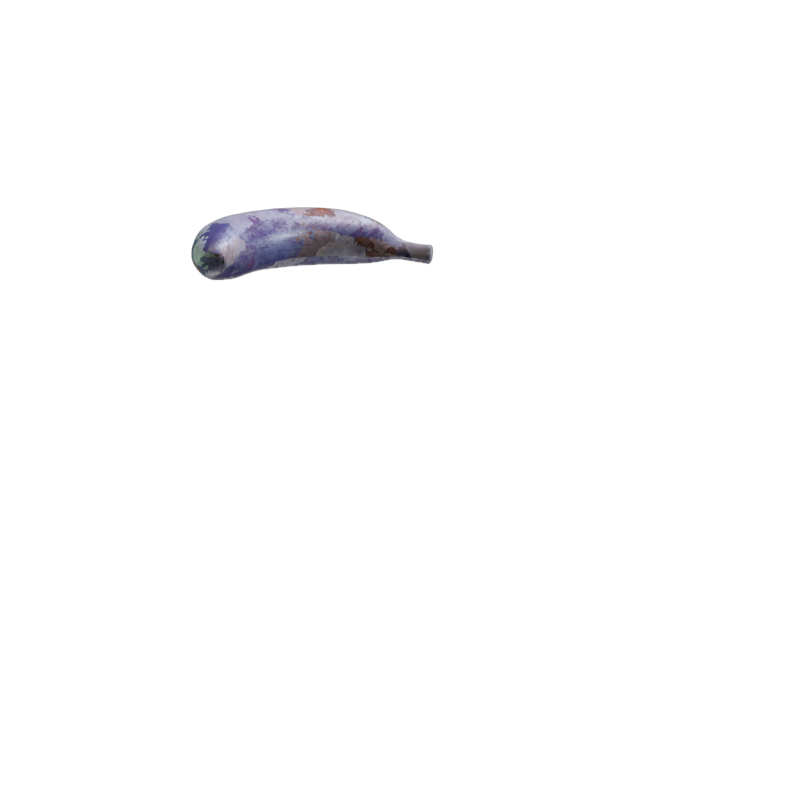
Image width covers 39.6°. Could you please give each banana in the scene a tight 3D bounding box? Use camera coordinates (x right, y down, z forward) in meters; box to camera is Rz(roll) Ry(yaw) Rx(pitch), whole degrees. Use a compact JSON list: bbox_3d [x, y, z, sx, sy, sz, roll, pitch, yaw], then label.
[{"bbox_3d":[-0.062,-0.094,0.649,0.073,0.036,0.192,8,14,37],"label":"banana"}]
